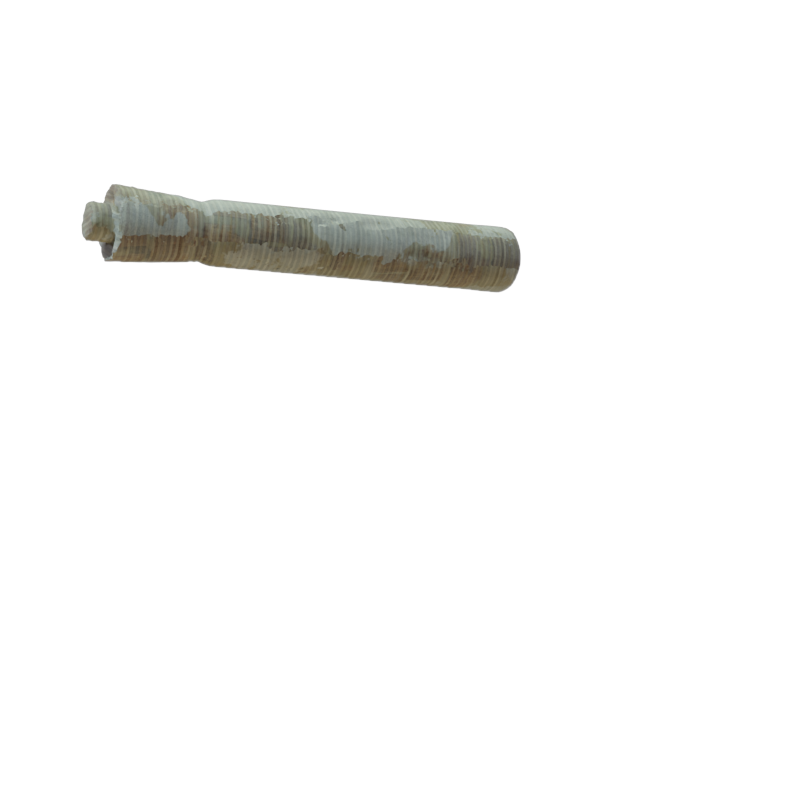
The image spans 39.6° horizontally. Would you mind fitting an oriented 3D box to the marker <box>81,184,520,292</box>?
[{"bbox_3d":[-0.023,-0.041,0.289,0.117,0.020,0.020,1,3,-28],"label":"marker"}]
